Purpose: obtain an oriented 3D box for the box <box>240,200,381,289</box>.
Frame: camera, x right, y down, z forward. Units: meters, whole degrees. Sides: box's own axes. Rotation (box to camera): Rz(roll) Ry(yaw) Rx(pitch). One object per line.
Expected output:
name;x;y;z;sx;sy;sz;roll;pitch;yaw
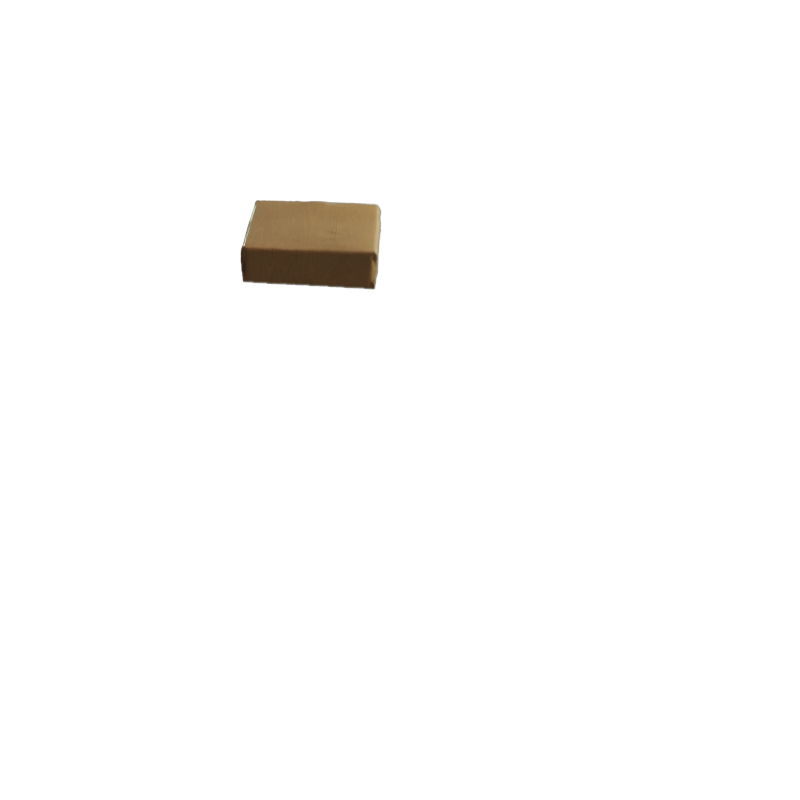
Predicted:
box;-0.058;-0.106;0.742;0.090;0.028;0.077;2;33;2
